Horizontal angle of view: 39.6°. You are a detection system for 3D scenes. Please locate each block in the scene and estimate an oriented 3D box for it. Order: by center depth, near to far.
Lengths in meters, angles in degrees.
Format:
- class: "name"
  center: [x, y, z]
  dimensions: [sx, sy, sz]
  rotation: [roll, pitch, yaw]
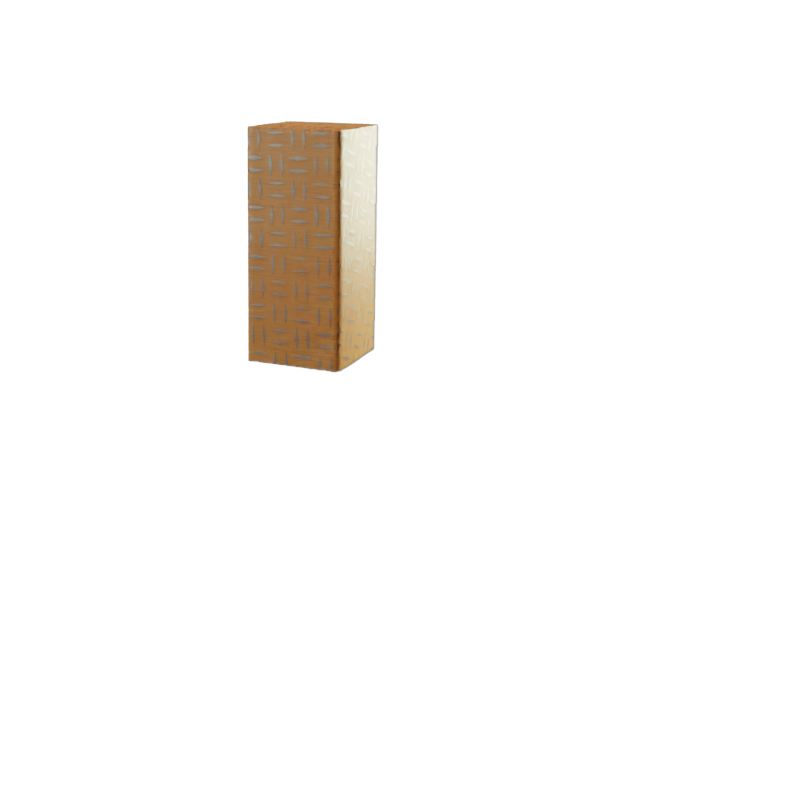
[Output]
- class: "block"
  center: [-0.076, -0.140, 0.980]
  dimensions: [0.094, 0.201, 0.090]
  rotation: [5, 12, 22]
